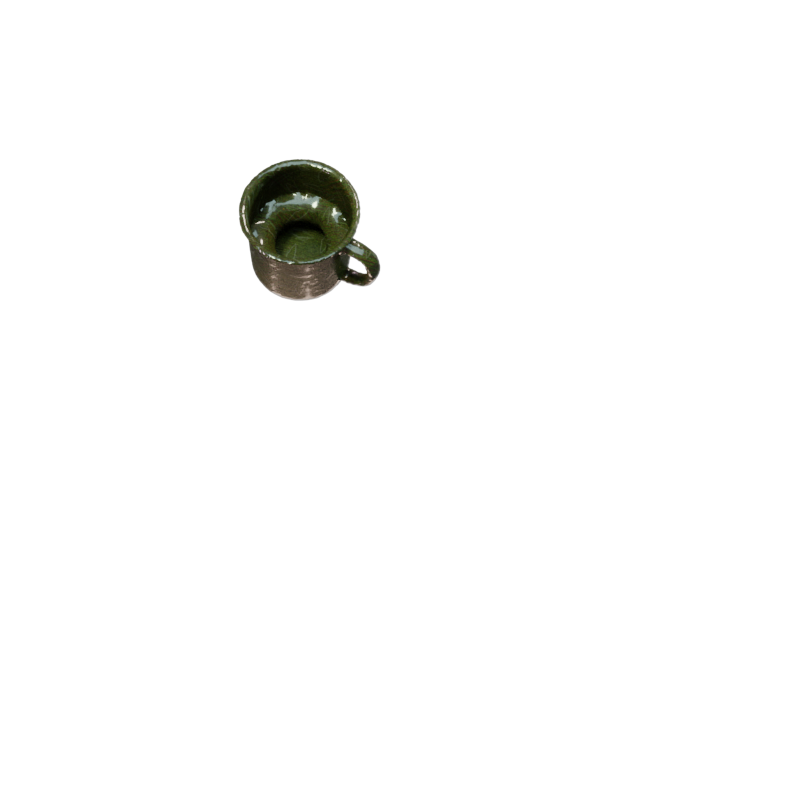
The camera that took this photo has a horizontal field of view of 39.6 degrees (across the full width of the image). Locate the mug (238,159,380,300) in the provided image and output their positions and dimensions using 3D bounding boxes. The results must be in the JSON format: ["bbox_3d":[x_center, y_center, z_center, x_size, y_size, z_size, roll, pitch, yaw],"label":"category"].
[{"bbox_3d":[-0.069,-0.125,0.877,0.120,0.096,0.077,26,-23,10],"label":"mug"}]
